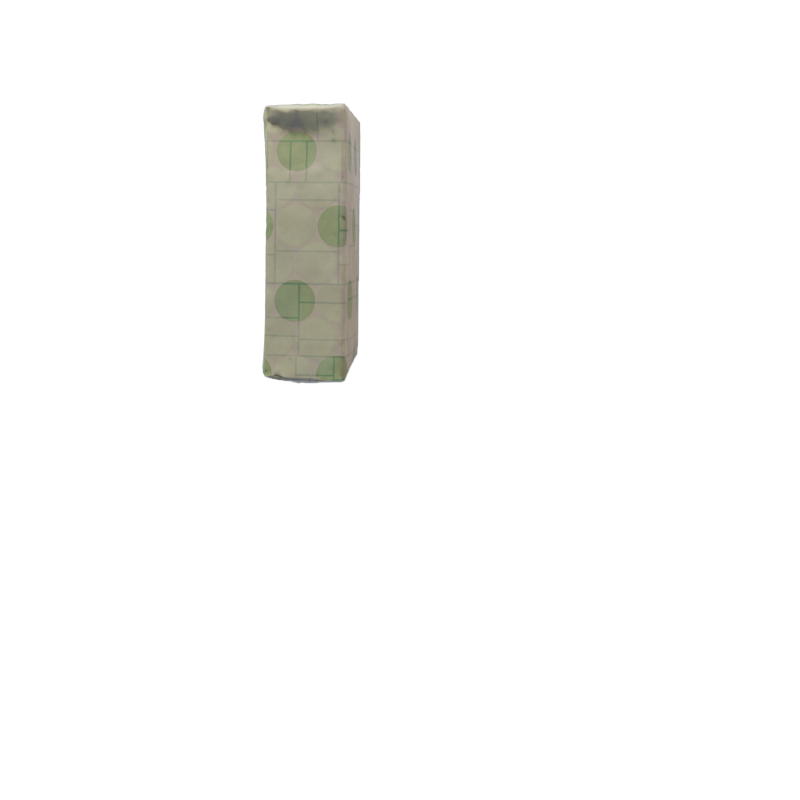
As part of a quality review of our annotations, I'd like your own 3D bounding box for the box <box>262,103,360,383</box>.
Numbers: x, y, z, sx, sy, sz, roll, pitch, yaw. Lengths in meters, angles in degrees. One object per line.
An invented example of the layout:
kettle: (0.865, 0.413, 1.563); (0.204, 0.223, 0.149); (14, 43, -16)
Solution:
box: (-0.072, -0.131, 0.918); (0.072, 0.213, 0.165); (0, 4, 2)
